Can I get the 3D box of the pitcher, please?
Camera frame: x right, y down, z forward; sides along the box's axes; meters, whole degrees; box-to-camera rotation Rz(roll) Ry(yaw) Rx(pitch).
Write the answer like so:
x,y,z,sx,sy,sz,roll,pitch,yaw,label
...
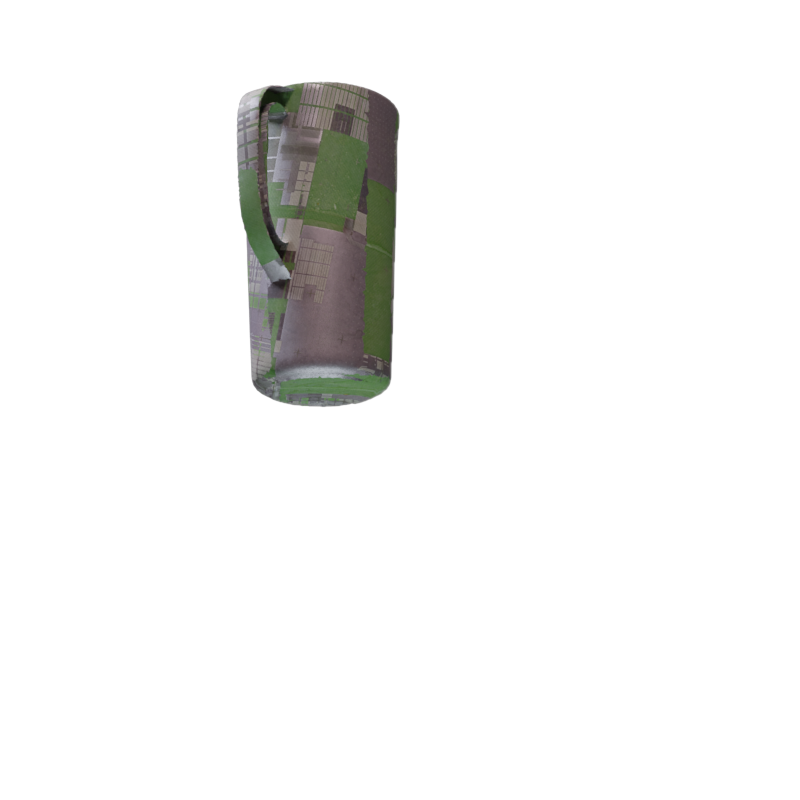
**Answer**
x,y,z,sx,sy,sz,roll,pitch,yaw,label
-0.069,-0.127,0.887,0.146,0.255,0.141,5,-21,-15,pitcher
